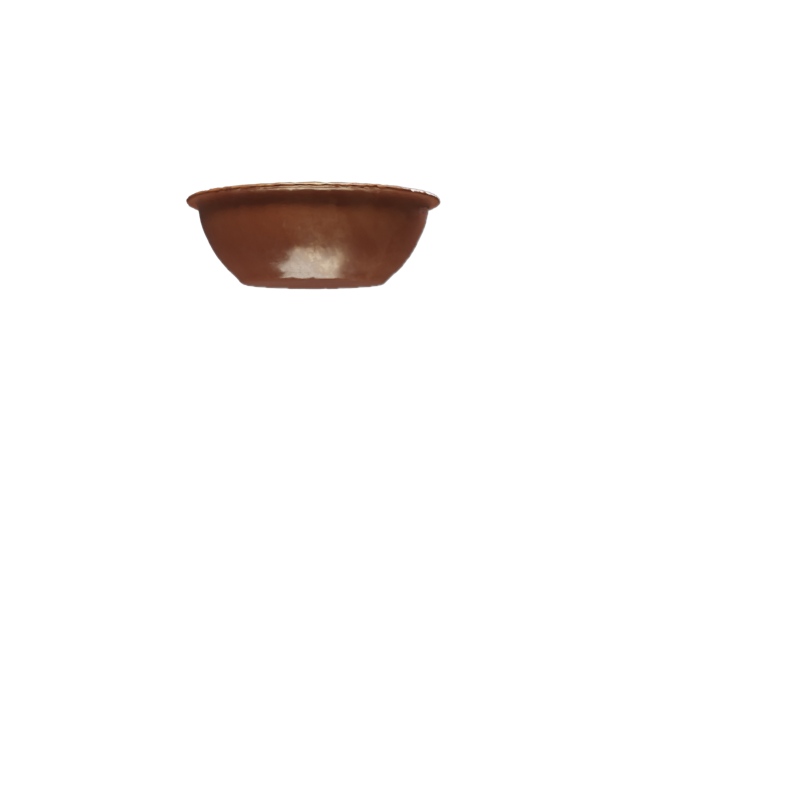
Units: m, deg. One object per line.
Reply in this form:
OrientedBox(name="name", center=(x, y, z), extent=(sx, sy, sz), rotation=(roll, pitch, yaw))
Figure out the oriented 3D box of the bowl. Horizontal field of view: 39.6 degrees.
OrientedBox(name="bowl", center=(-0.055, -0.101, 0.705), extent=(0.162, 0.055, 0.161), rotation=(0, 1, -2))
